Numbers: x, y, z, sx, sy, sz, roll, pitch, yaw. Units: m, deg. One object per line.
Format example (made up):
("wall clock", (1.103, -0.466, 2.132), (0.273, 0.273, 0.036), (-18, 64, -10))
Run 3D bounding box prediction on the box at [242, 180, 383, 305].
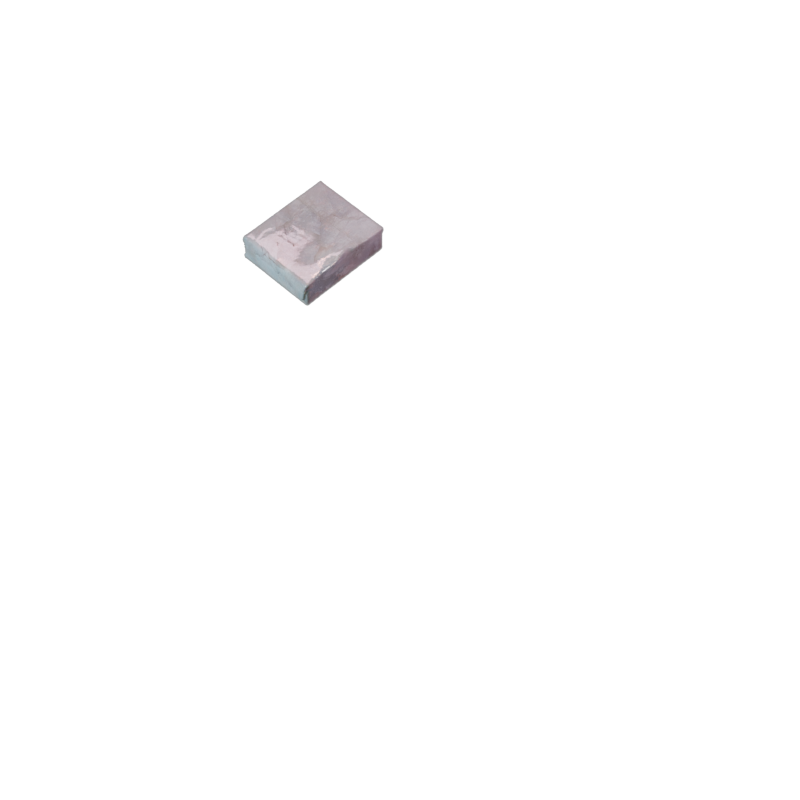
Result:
("box", (-0.069, -0.126, 0.885), (0.078, 0.028, 0.090), (38, 61, 25))
